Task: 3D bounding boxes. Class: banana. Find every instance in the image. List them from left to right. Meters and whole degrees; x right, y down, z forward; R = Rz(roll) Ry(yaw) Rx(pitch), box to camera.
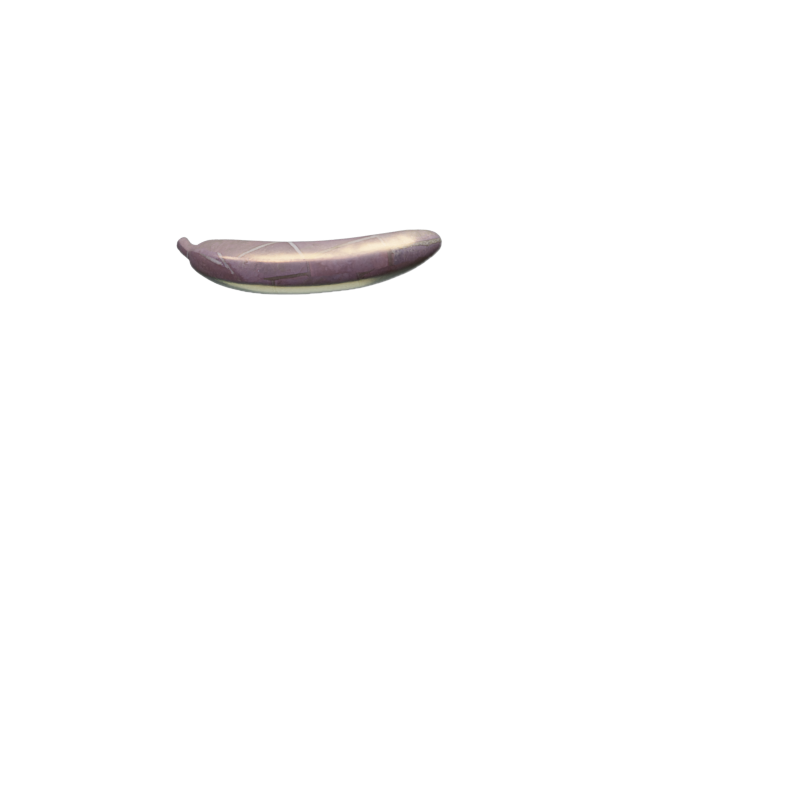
[{"bbox_3d":[-0.067,-0.104,0.800,0.198,0.034,0.074,1,39,1],"label":"banana"}]
